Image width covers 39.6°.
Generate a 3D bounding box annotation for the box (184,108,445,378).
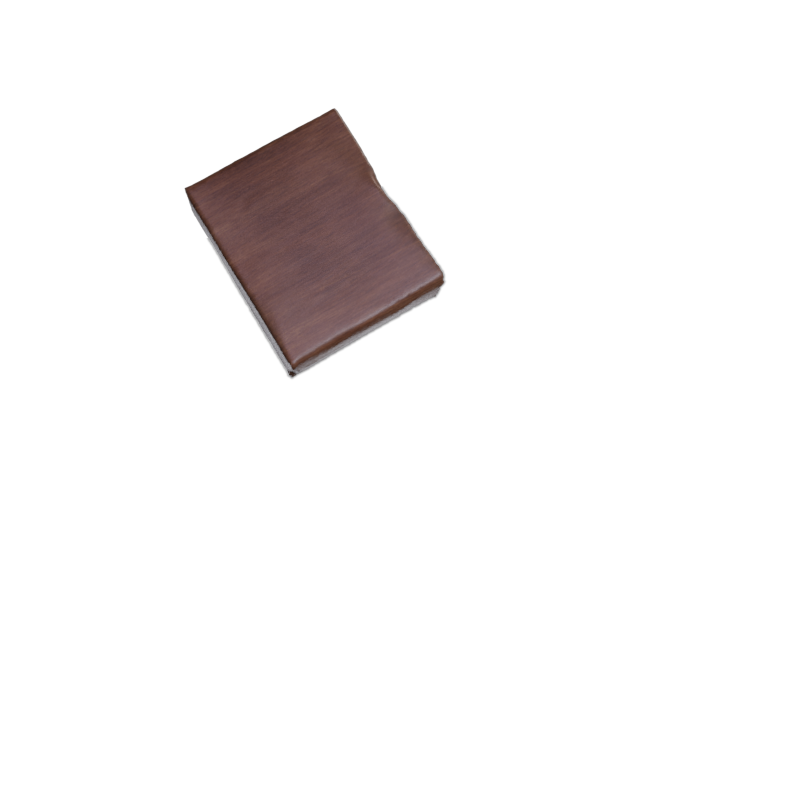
[{"bbox_3d":[-0.036,-0.066,0.460,0.073,0.093,0.029,-30,-14,-9],"label":"box"}]
